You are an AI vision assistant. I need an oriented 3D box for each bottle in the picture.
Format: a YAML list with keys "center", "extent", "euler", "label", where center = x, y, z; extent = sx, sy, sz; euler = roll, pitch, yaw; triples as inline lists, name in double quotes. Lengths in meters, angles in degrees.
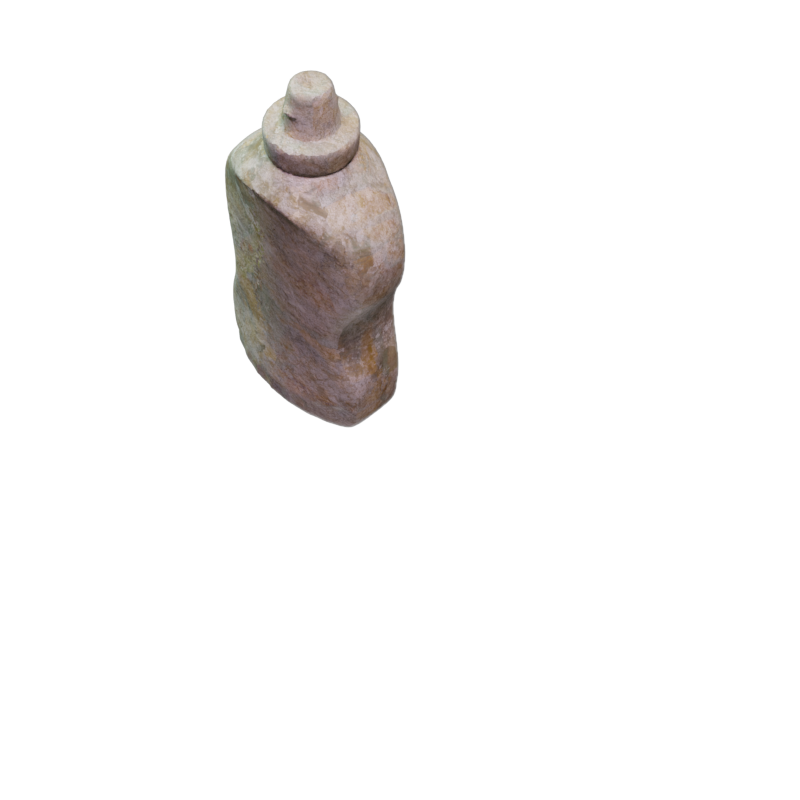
- center: [-0.040, -0.073, 0.512]
  extent: [0.059, 0.102, 0.179]
  euler: [-33, -29, -25]
  label: "bottle"
